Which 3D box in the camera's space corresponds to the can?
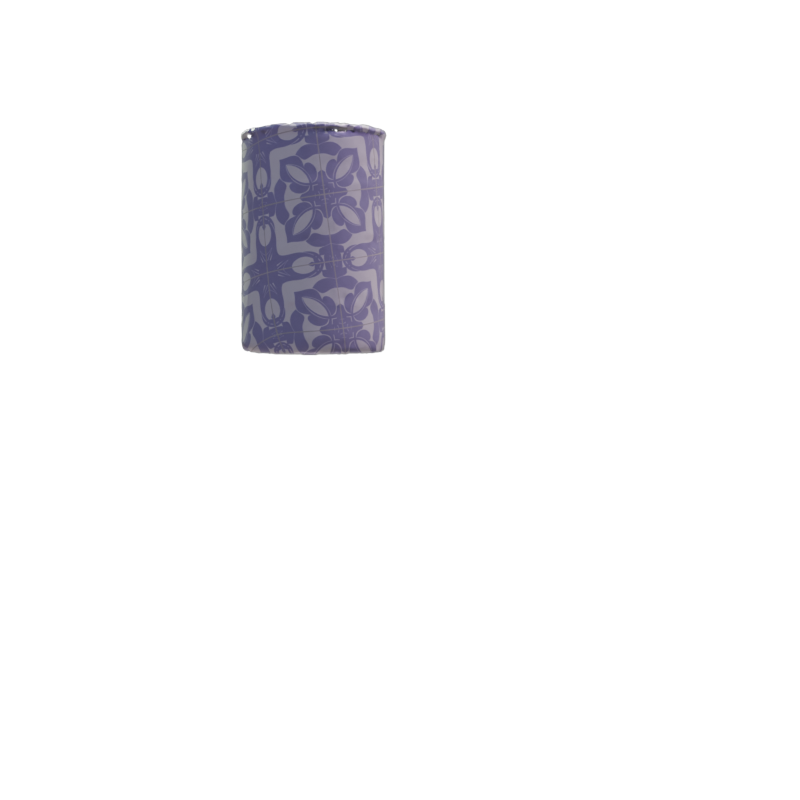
[{"bbox_3d":[-0.040,-0.074,0.516,0.068,0.103,0.068,0,-1,-2],"label":"can"}]
